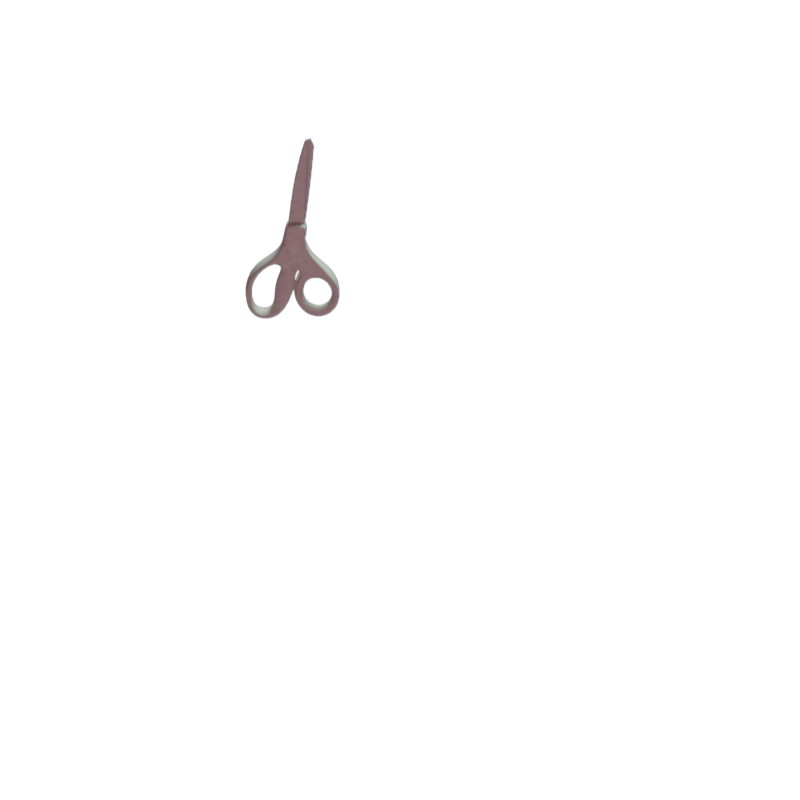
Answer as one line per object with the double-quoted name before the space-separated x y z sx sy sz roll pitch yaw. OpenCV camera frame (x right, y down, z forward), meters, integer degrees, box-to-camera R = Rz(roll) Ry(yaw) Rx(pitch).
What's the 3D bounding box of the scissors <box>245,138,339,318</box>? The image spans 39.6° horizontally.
"scissors" -0.078 -0.142 0.995 0.093 0.017 0.194 19 -50 -17
